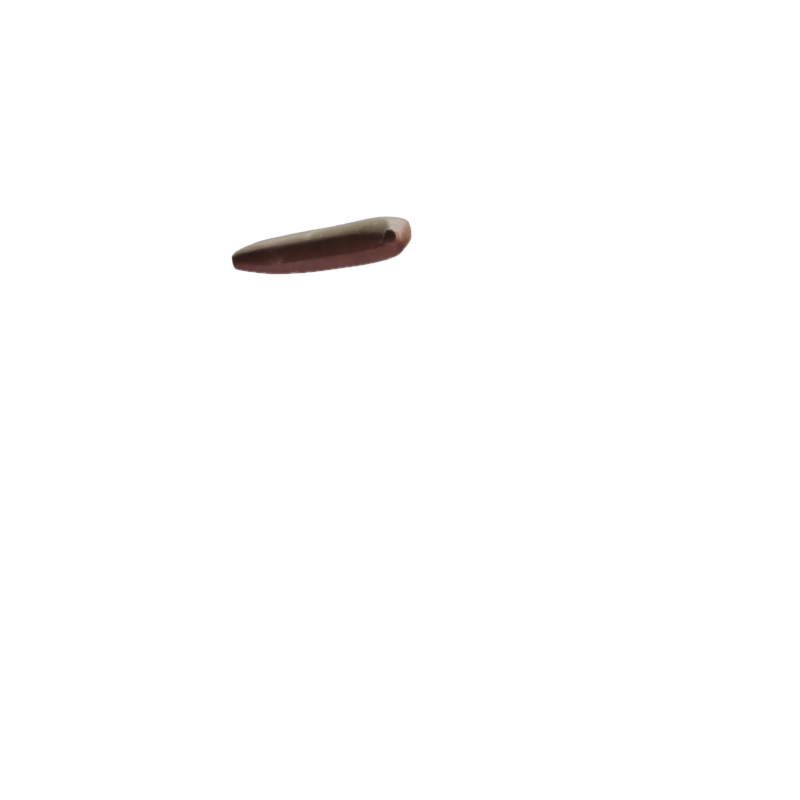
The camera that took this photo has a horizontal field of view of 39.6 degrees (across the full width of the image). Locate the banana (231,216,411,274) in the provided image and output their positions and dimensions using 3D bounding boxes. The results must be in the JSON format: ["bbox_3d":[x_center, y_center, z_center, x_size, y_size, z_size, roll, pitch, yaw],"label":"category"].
[{"bbox_3d":[-0.058,-0.132,0.942,0.203,0.037,0.066,-4,-7,44],"label":"banana"}]
